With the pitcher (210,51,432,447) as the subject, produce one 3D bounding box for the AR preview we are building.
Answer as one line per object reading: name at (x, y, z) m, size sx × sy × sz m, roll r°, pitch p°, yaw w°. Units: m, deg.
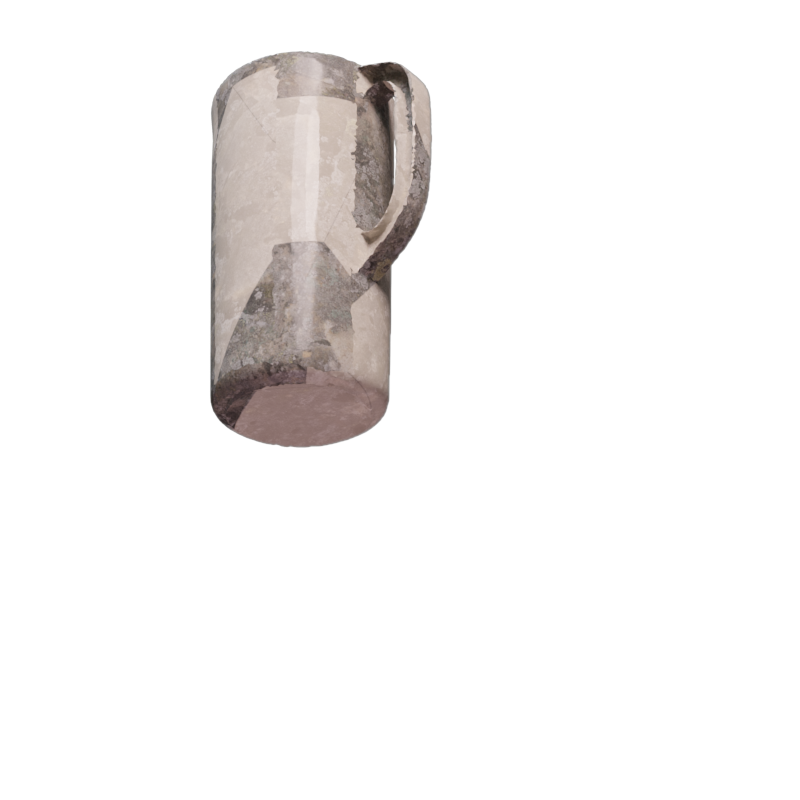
pitcher at (-0.056, -0.103, 0.721) m, size 0.144 × 0.259 × 0.140 m, roll 1°, pitch -31°, yaw -5°
